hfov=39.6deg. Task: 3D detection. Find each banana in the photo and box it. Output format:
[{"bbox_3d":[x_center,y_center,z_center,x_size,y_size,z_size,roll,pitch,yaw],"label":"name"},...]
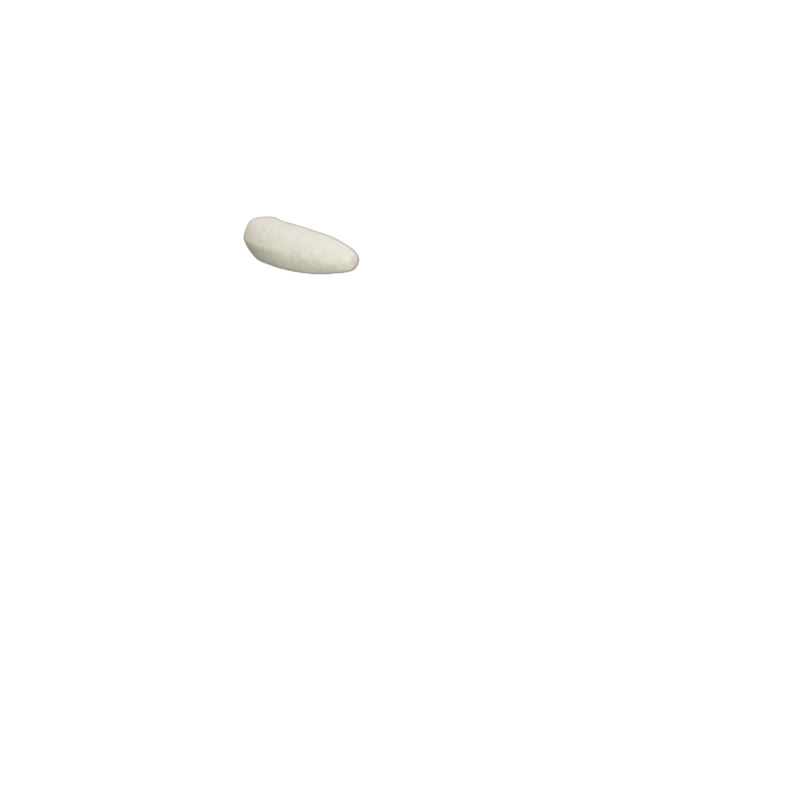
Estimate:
[{"bbox_3d":[-0.090,-0.130,0.913,0.068,0.036,0.206,-3,14,-15],"label":"banana"}]
